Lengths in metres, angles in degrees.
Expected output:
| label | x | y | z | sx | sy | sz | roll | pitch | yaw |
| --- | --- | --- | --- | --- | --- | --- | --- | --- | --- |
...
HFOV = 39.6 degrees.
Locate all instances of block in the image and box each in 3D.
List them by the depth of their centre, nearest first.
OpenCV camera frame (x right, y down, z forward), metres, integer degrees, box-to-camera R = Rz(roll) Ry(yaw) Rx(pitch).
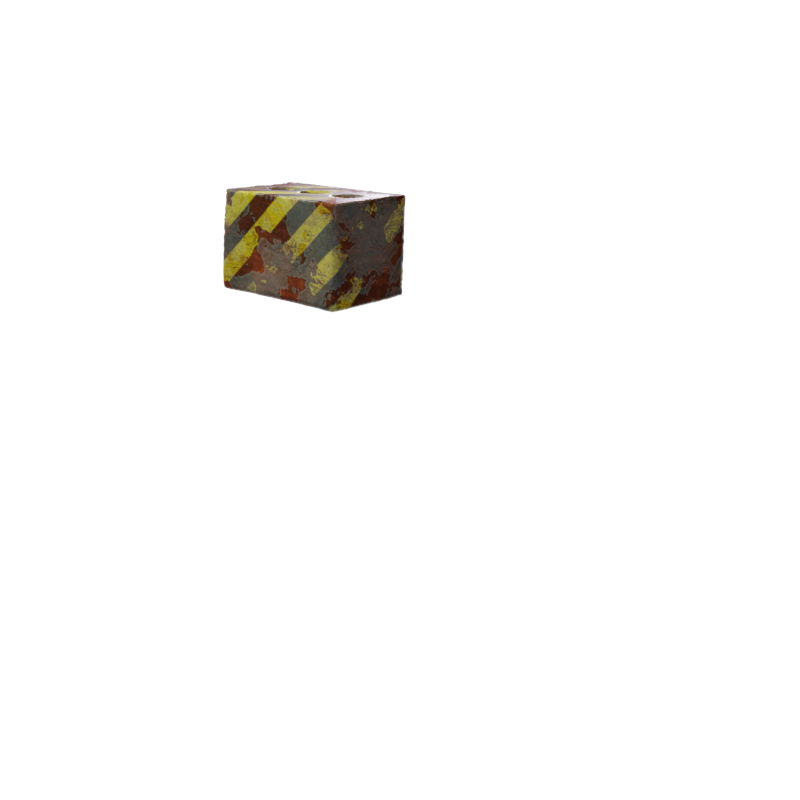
| label | x | y | z | sx | sy | sz | roll | pitch | yaw |
| --- | --- | --- | --- | --- | --- | --- | --- | --- | --- |
| block | -0.043 | -0.078 | 0.549 | 0.082 | 0.050 | 0.052 | 14 | 19 | 40 |
